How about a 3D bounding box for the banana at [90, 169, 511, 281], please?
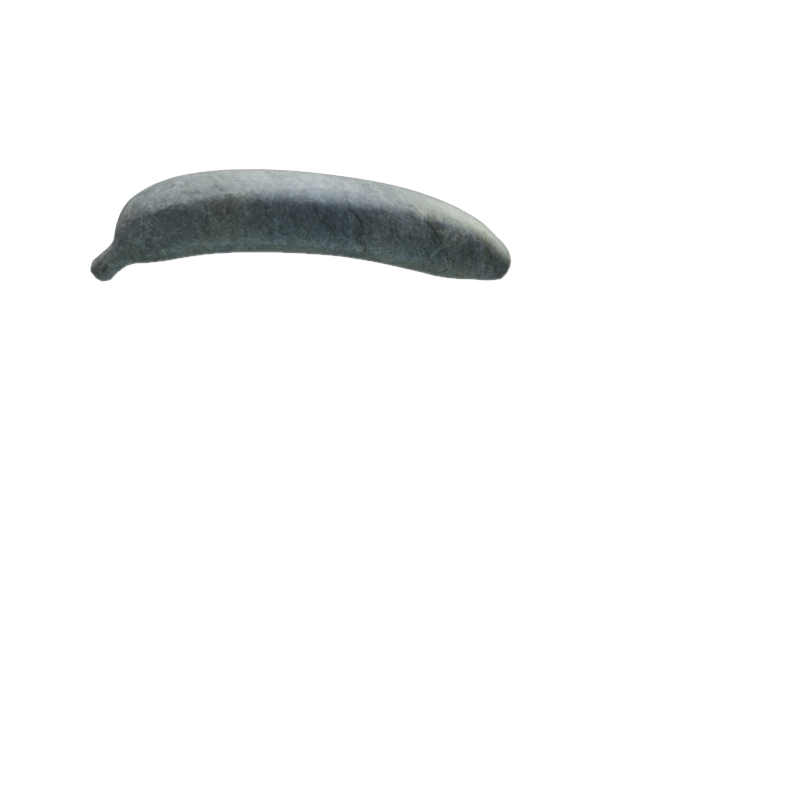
[{"bbox_3d":[-0.041,-0.078,0.499,0.196,0.038,0.067,1,-14,-5],"label":"banana"}]
